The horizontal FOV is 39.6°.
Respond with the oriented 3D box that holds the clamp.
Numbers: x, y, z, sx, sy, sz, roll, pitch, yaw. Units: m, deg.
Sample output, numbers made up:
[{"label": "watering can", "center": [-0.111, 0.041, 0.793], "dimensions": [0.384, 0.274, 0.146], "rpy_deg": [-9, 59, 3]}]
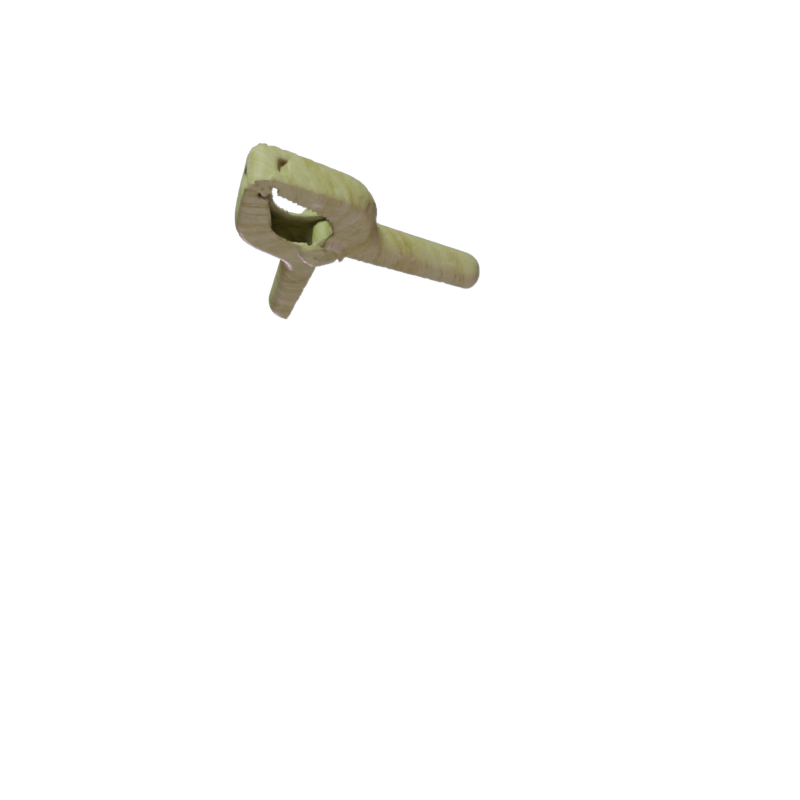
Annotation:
[{"label": "clamp", "center": [-0.060, -0.109, 0.760], "dimensions": [0.167, 0.038, 0.195], "rpy_deg": [-12, -24, 27]}]
